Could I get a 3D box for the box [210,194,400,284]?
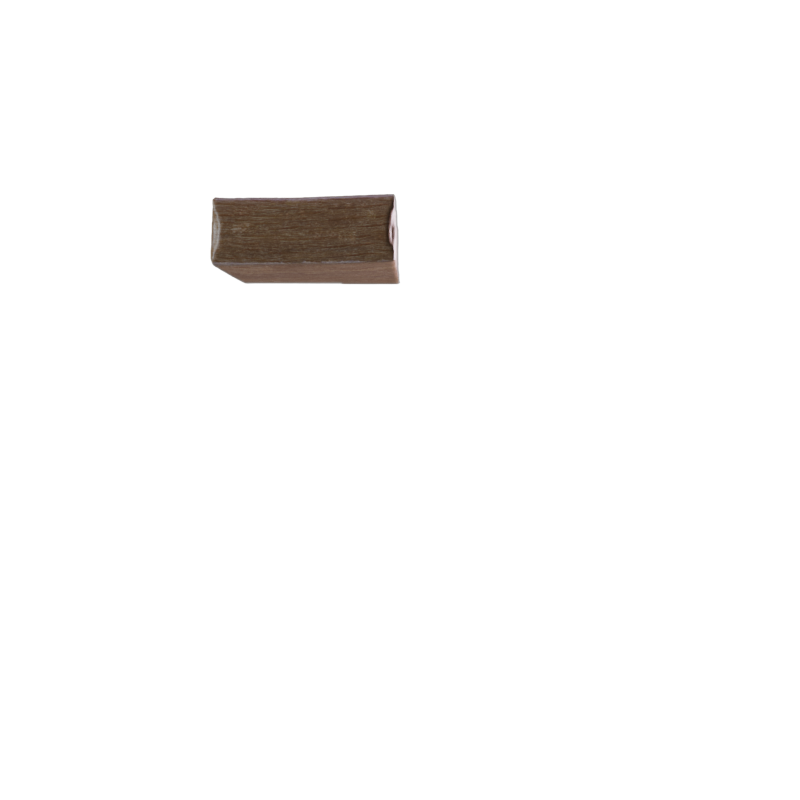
[{"bbox_3d":[-0.037,-0.068,0.475,0.073,0.030,0.088,0,0,3],"label":"box"}]
